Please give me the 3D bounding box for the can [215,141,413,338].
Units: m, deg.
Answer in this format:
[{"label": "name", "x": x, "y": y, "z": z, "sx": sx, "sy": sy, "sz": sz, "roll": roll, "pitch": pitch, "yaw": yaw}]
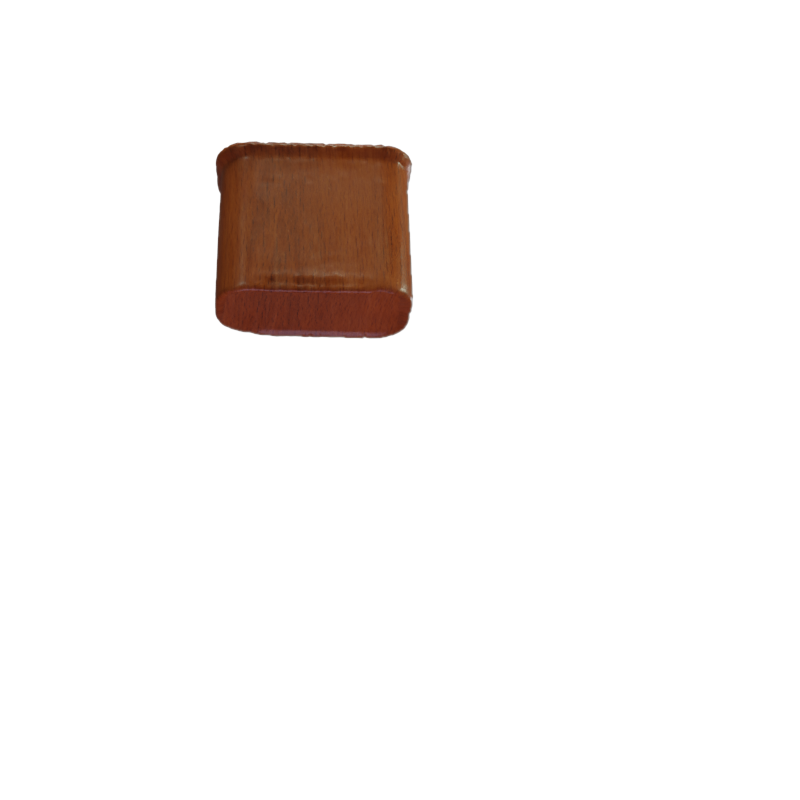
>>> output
[{"label": "can", "x": -0.044, "y": -0.080, "z": 0.562, "sx": 0.101, "sy": 0.089, "sz": 0.054, "roll": 1, "pitch": -28, "yaw": -3}]
